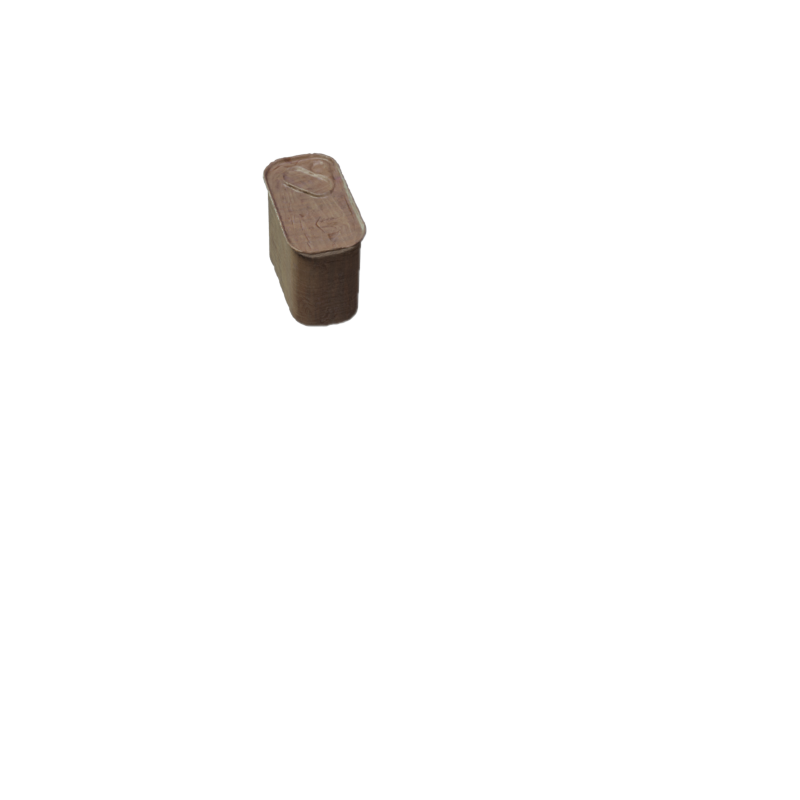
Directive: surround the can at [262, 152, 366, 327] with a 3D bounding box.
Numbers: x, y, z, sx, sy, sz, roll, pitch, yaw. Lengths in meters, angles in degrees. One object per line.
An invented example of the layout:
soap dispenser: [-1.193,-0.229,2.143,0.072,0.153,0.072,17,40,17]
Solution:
can: [-0.064,-0.116,0.812,0.057,0.110,0.078,-12,-40,-13]
